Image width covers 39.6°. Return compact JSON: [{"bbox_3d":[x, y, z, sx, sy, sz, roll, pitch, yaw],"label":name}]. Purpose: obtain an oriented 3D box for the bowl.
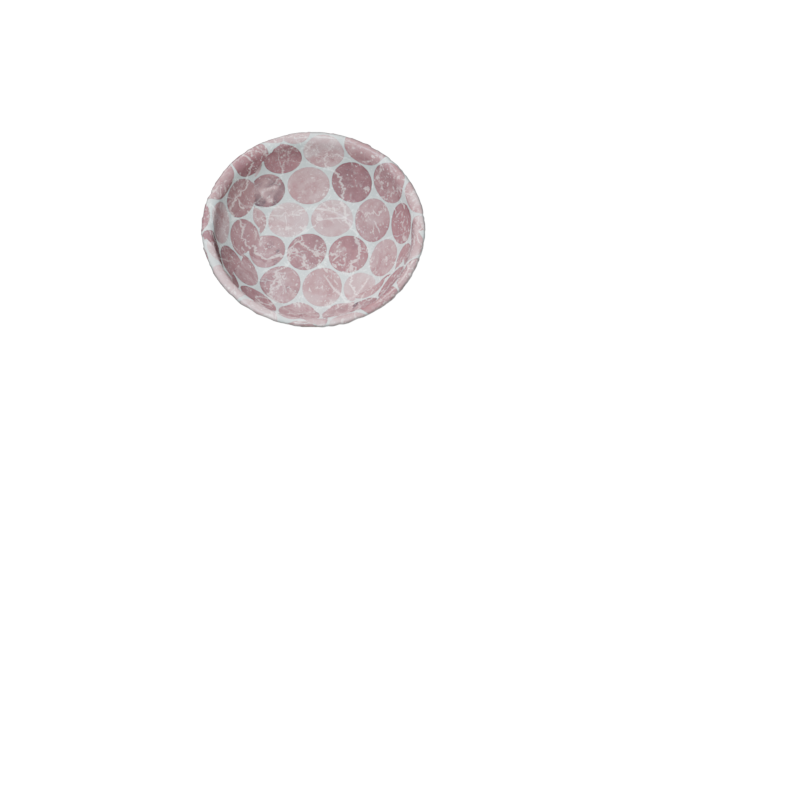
[{"bbox_3d":[-0.064,-0.117,0.820,0.162,0.172,0.052,-1,-27,-1],"label":"bowl"}]
